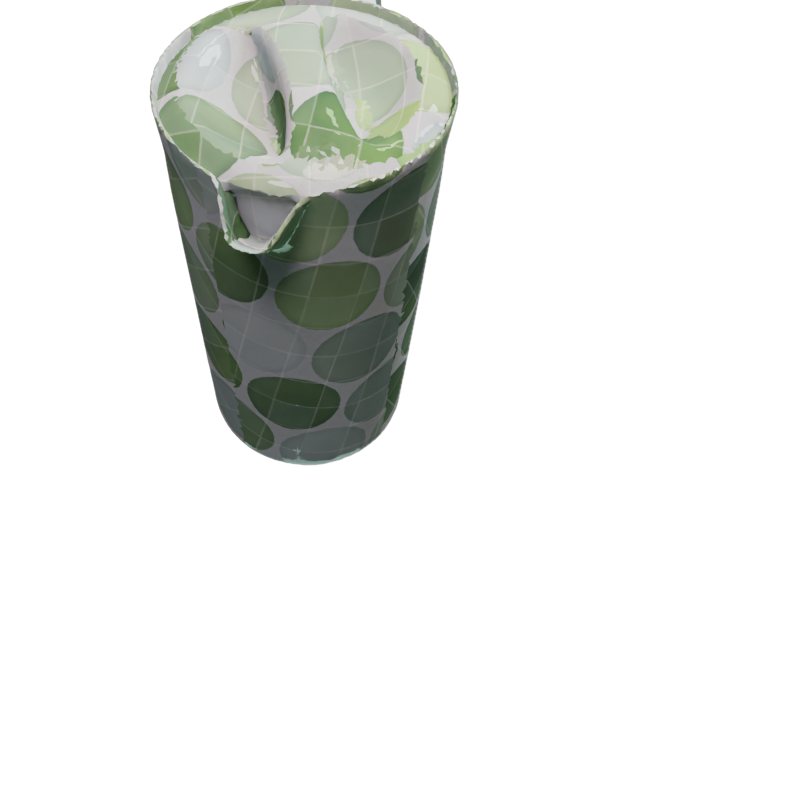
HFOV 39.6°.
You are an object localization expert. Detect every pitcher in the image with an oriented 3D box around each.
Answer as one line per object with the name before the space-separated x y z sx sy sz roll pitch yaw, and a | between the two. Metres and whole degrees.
pitcher | -0.045 -0.081 0.570 0.148 0.156 0.227 -25 -32 -21
